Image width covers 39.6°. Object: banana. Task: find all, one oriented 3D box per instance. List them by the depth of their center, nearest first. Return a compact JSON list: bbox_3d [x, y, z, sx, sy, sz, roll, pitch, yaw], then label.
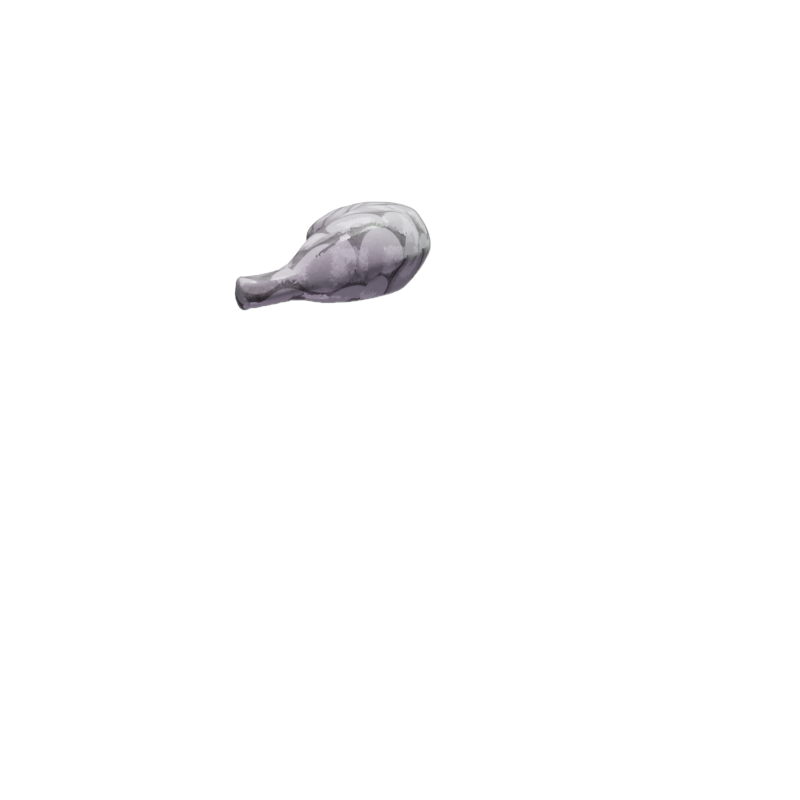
[{"bbox_3d":[-0.021,-0.070,0.492,0.070,0.036,0.200,1,12,4],"label":"banana"}]
